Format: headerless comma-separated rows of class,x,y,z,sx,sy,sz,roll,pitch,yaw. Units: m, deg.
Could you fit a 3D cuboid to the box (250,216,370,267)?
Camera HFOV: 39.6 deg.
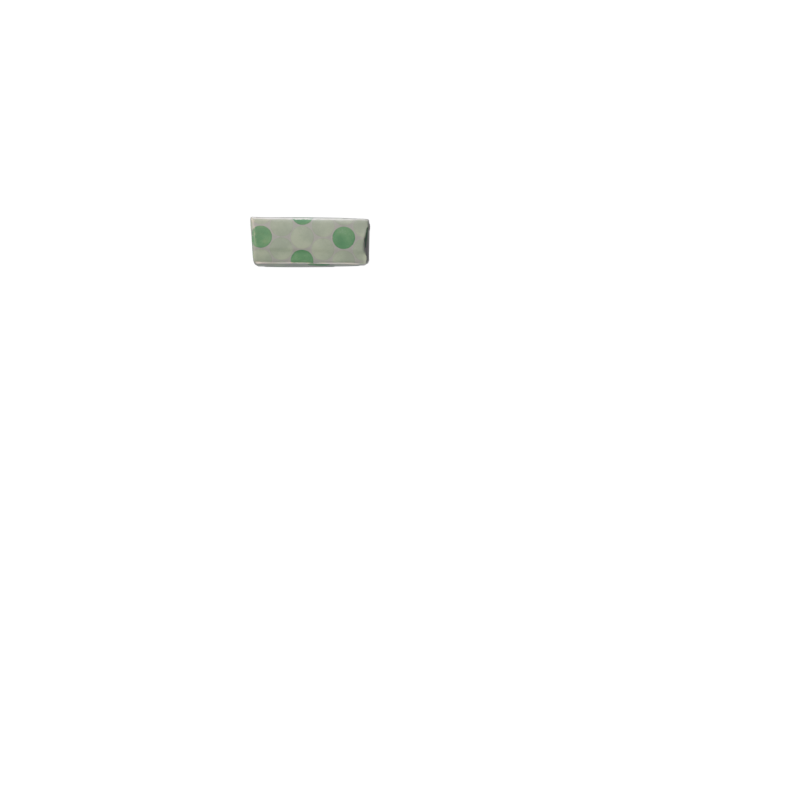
box,-0.069,-0.125,0.877,0.090,0.038,0.115,0,8,0
